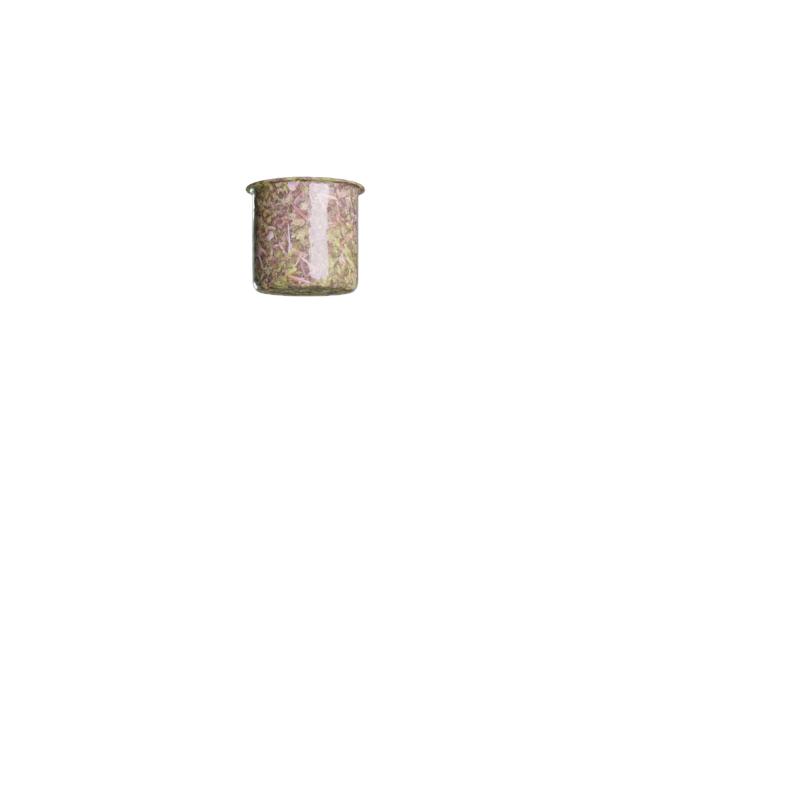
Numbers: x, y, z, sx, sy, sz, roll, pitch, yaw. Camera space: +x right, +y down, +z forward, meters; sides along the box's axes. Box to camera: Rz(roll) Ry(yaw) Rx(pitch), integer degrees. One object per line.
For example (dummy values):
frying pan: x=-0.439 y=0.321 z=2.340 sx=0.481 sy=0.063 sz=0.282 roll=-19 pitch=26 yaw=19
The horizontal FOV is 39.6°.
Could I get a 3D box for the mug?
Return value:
mug: x=-0.068 y=-0.124 z=0.866 sx=0.096 sy=0.083 sz=0.112 roll=-2 pitch=-4 yaw=28
